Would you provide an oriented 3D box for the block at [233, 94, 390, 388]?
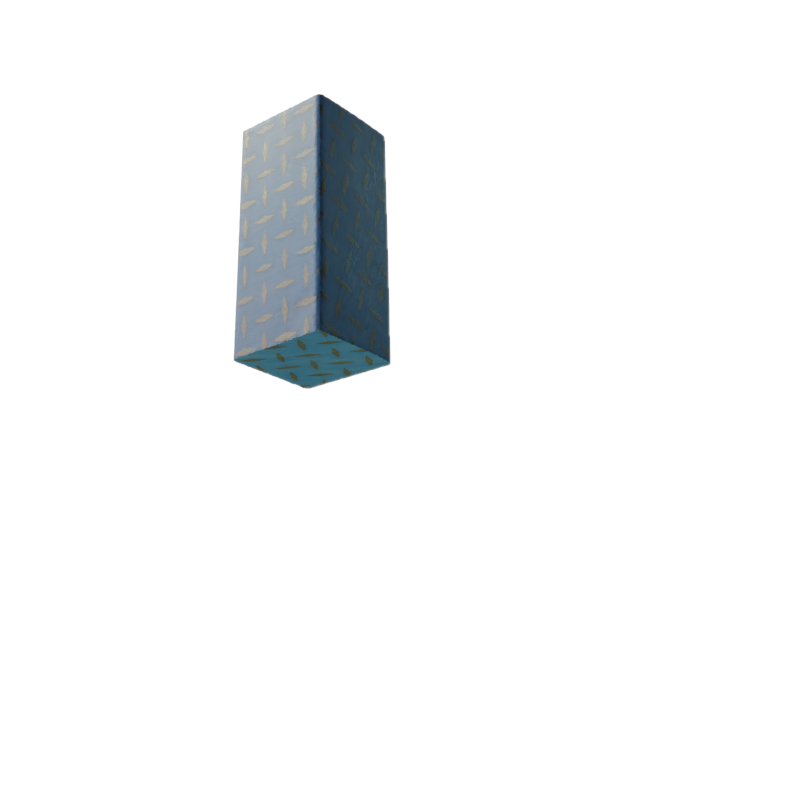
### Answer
[{"bbox_3d":[-0.069,-0.127,0.893,0.092,0.218,0.084,-20,-31,34],"label":"block"}]
